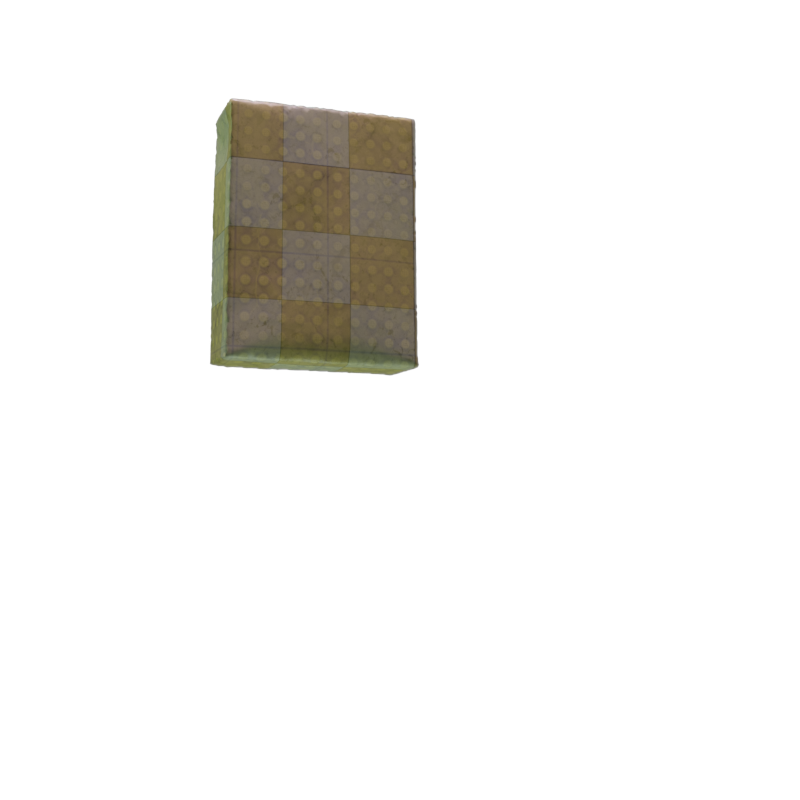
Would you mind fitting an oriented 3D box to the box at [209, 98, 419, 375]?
[{"bbox_3d":[-0.072,-0.132,0.923,0.160,0.221,0.071,3,-13,-19],"label":"box"}]
